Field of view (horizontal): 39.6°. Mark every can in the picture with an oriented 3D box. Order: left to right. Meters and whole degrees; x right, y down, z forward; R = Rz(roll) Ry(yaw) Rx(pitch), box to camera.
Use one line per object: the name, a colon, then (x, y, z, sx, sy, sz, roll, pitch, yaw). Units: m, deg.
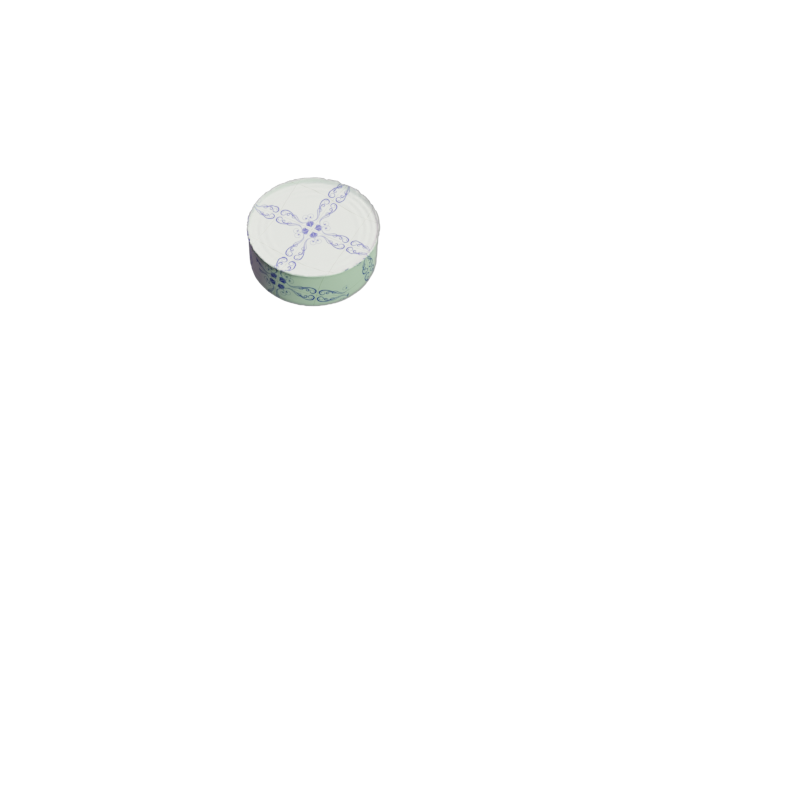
can: (-0.057, -0.103, 0.723, 0.086, 0.092, 0.031, -1, -38, -1)
